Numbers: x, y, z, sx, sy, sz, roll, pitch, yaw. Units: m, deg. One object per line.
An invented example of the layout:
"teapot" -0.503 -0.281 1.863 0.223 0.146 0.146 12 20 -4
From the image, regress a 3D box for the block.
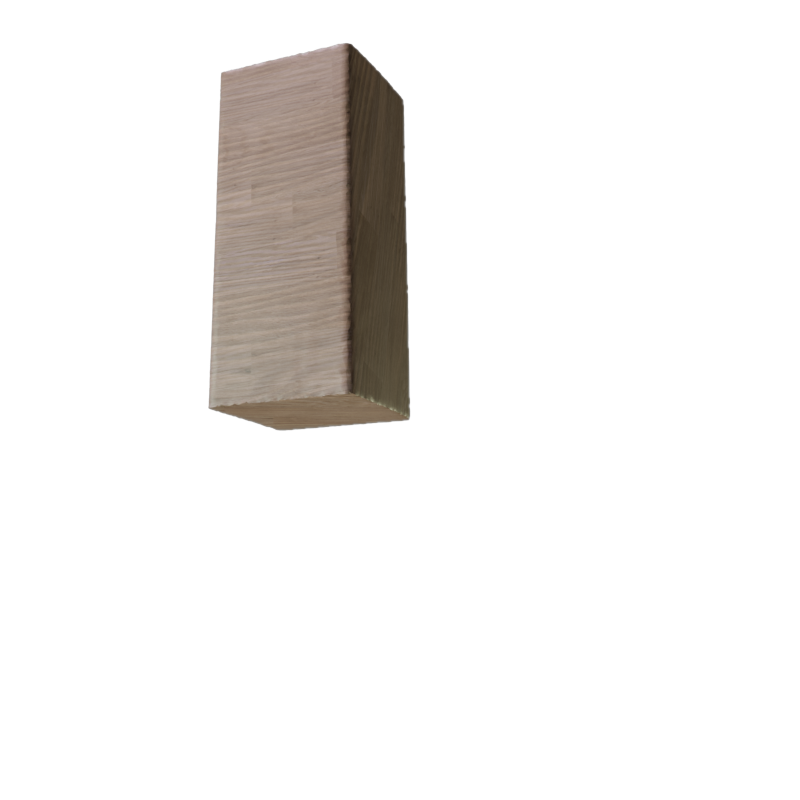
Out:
"block" -0.051 -0.094 0.661 0.092 0.215 0.085 -9 -19 23
